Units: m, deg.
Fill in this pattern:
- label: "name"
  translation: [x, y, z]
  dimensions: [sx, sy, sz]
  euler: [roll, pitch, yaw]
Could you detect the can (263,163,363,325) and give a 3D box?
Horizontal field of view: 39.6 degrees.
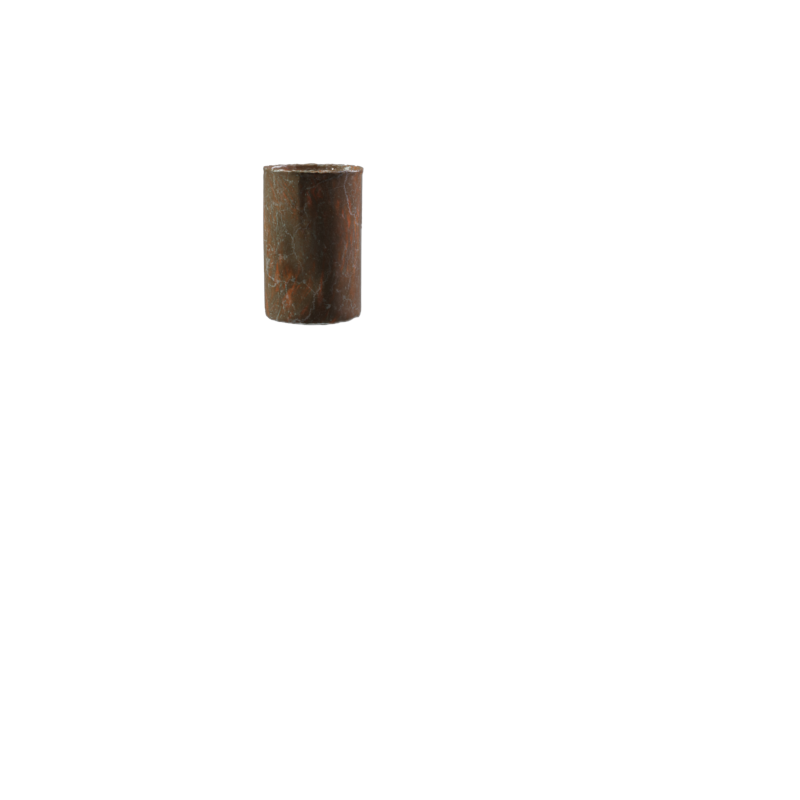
- label: "can"
  translation: [-0.059, -0.107, 0.751]
  dimensions: [0.068, 0.100, 0.070]
  euler: [0, 10, -2]
